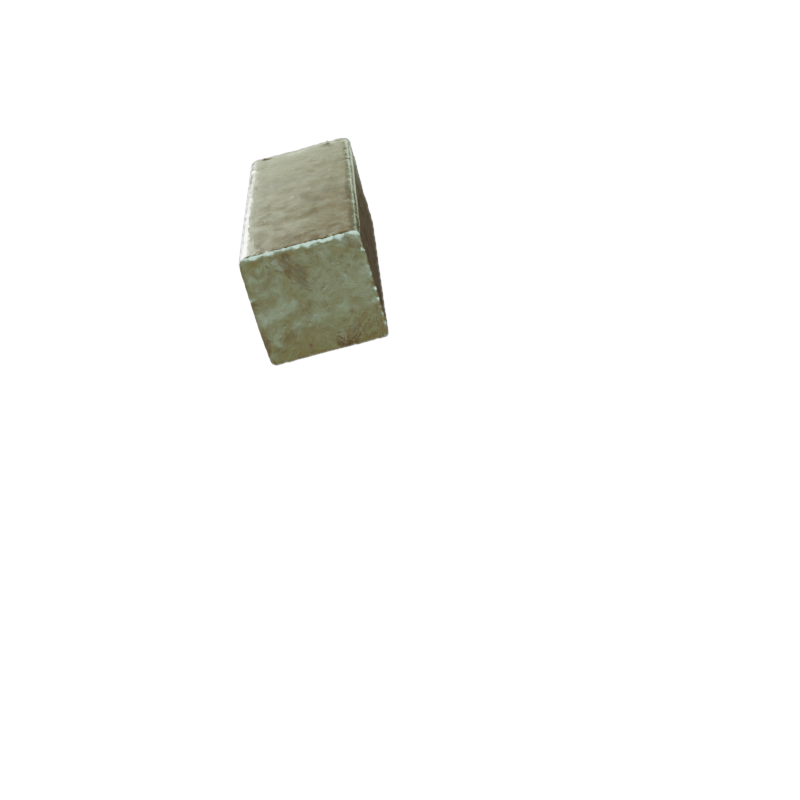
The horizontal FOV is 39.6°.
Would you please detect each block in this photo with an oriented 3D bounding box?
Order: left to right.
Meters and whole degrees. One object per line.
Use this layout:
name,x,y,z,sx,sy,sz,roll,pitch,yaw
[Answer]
block,-0.069,-0.126,0.877,0.091,0.085,0.219,-14,29,4
